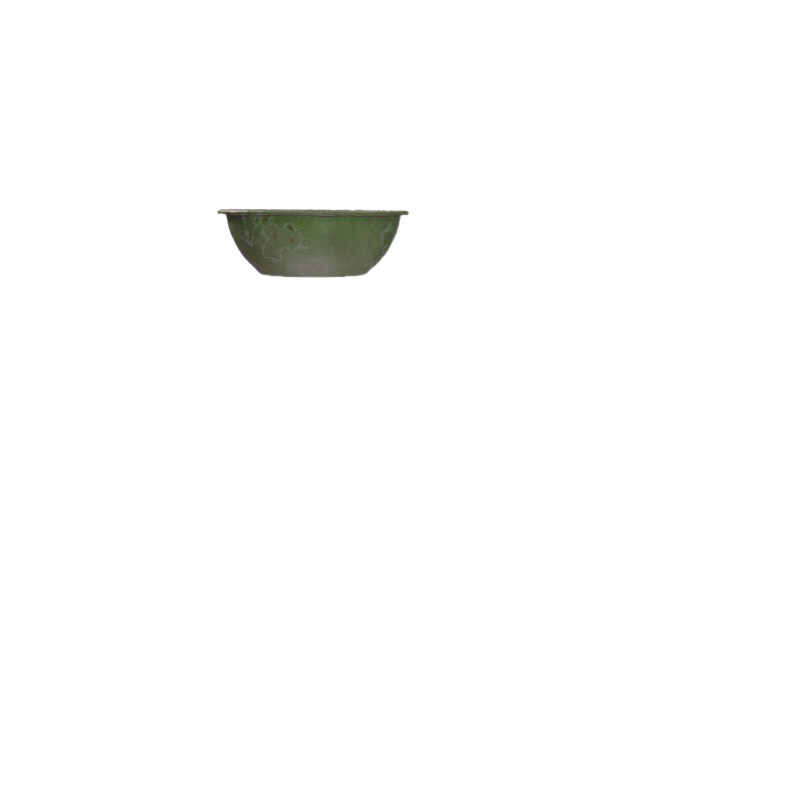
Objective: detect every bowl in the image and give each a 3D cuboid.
[{"bbox_3d":[-0.073,-0.134,0.936,0.162,0.054,0.165,0,9,-2],"label":"bowl"}]
